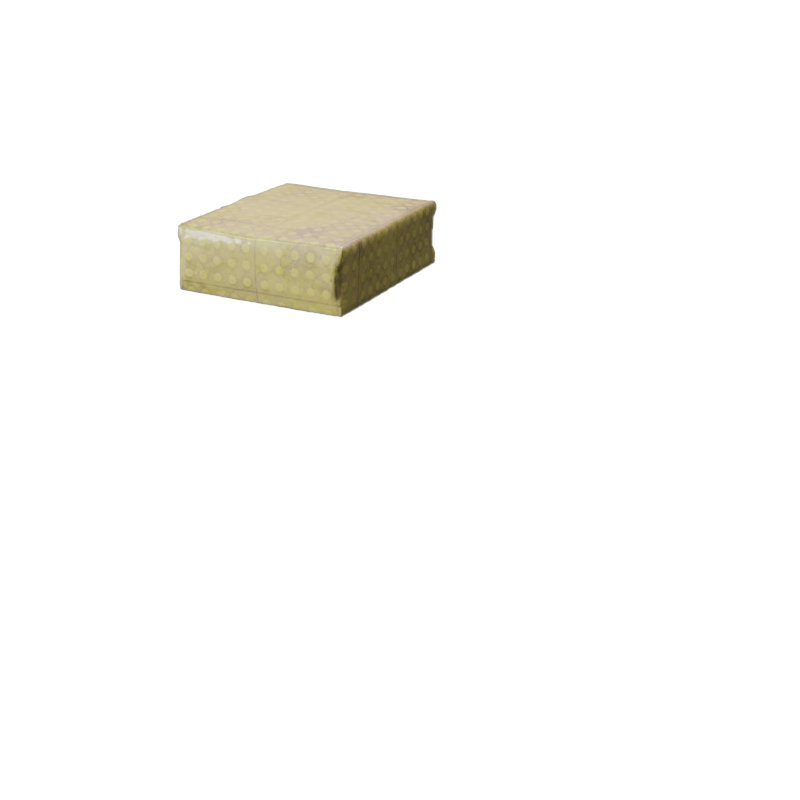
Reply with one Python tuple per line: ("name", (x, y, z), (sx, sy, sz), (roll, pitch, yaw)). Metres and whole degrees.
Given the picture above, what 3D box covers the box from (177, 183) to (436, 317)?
("box", (-0.035, -0.064, 0.449), (0.076, 0.029, 0.090), (11, 25, 25))
